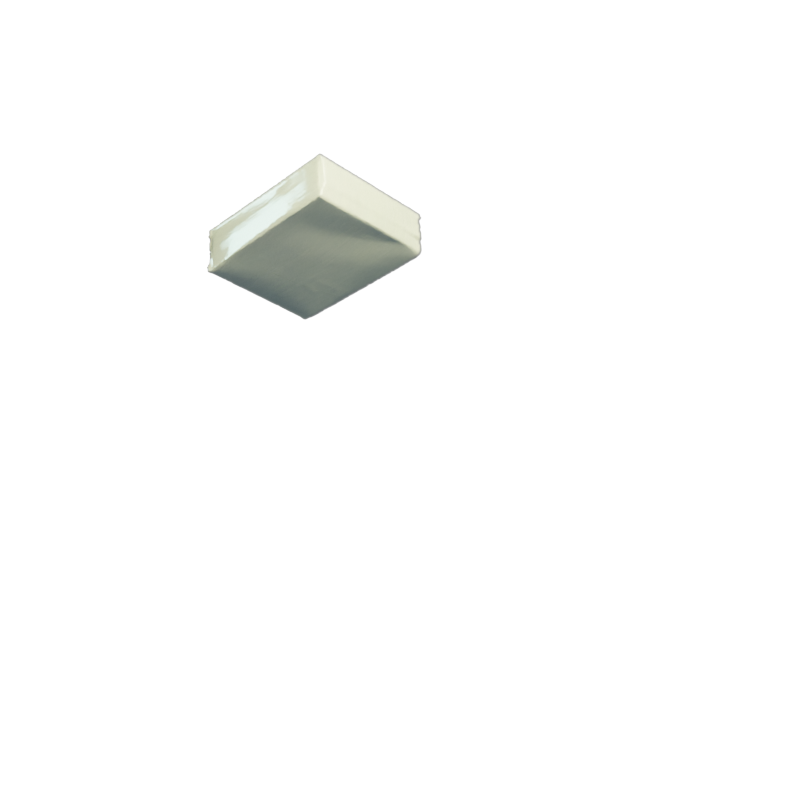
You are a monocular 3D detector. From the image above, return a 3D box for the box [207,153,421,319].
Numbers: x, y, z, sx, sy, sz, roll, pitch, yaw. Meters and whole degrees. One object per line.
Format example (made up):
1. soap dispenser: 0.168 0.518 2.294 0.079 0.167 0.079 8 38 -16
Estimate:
1. box: -0.056 -0.103 0.718 0.113 0.042 0.084 -29 -42 36
